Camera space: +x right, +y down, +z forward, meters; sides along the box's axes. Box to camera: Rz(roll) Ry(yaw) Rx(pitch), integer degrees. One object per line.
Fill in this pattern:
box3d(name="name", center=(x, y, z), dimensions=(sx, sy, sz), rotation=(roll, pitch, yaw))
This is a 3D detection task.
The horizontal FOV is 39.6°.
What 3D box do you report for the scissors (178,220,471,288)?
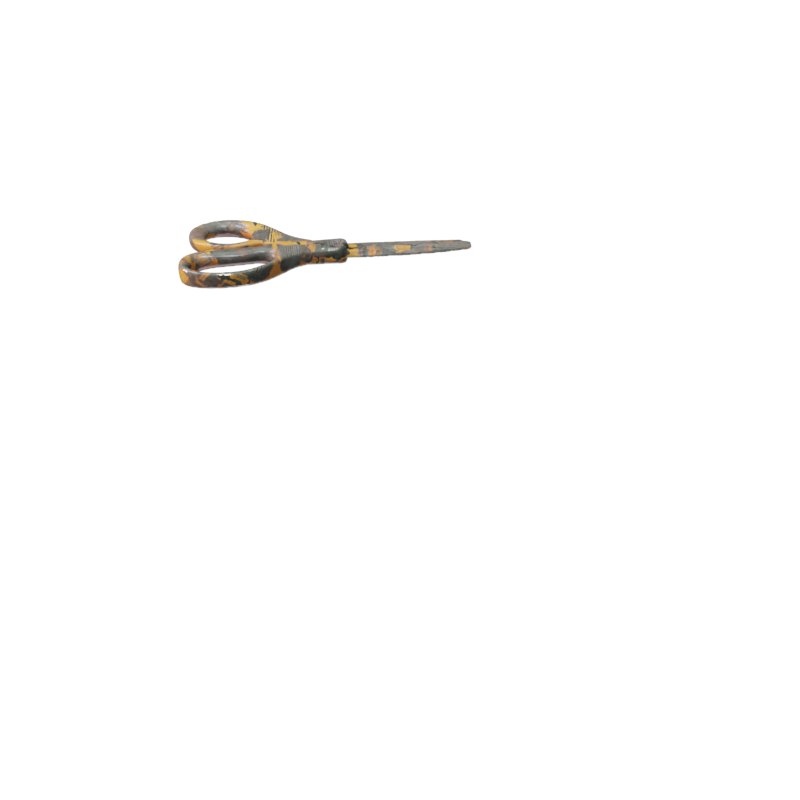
box3d(name="scissors", center=(-0.061, -0.112, 0.781), dimensions=(0.198, 0.015, 0.104), rotation=(-12, 34, -19))
